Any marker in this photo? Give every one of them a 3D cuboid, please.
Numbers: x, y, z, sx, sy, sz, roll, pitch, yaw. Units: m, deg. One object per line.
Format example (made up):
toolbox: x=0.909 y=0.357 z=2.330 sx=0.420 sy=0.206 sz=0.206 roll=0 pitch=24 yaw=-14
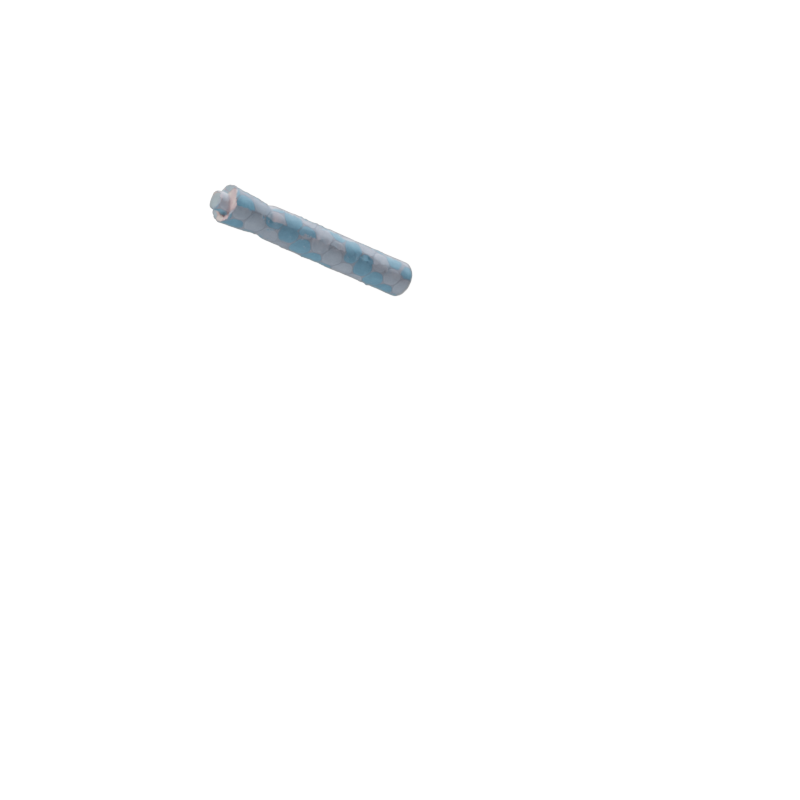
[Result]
marker: x=-0.043 y=-0.078 z=0.546 sx=0.114 sy=0.020 sz=0.021 roll=19 pitch=-9 yaw=-37
